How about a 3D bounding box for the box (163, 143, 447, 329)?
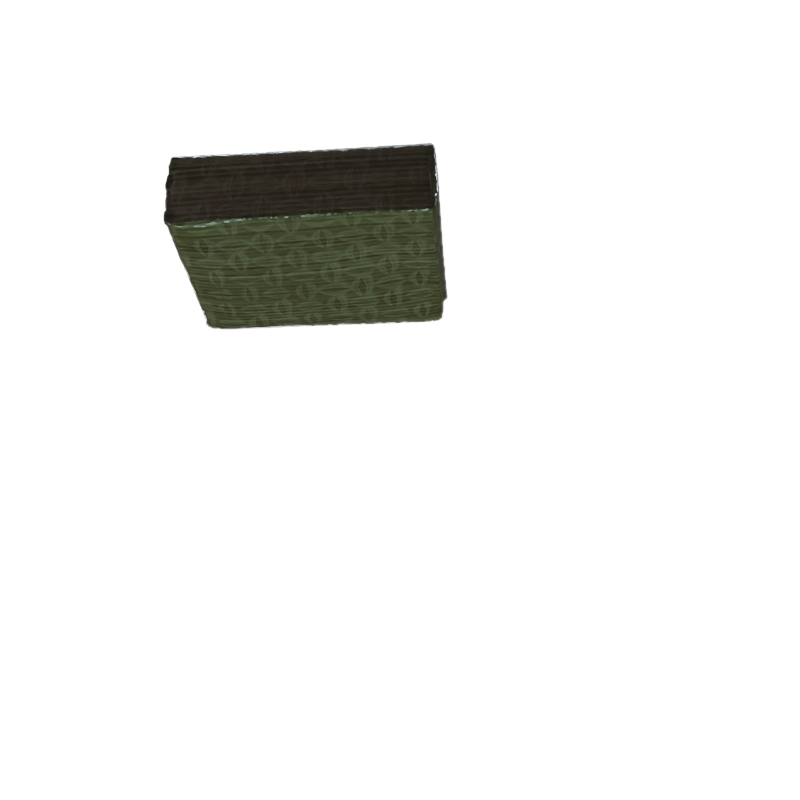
[{"bbox_3d":[-0.038,-0.069,0.483,0.114,0.041,0.084,-3,-30,5],"label":"box"}]
